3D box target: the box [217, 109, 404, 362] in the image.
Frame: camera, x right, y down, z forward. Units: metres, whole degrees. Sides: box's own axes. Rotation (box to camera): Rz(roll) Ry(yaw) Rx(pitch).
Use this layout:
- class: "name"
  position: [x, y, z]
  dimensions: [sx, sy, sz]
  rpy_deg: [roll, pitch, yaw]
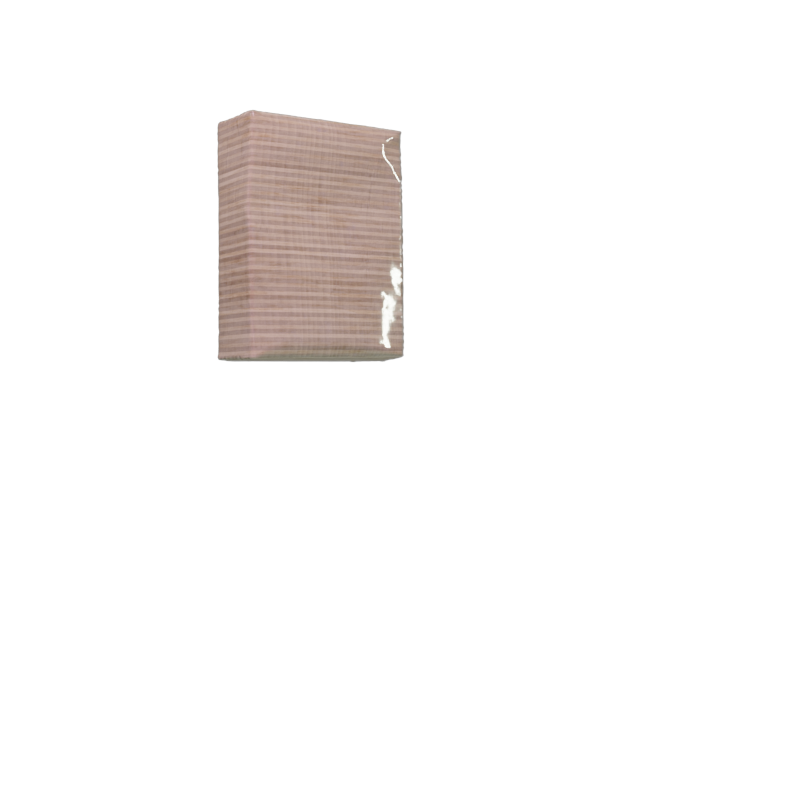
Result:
- class: "box"
  position: [-0.078, -0.142, 0.993]
  dimensions: [0.158, 0.217, 0.074]
  rpy_deg: [2, -6, -34]
